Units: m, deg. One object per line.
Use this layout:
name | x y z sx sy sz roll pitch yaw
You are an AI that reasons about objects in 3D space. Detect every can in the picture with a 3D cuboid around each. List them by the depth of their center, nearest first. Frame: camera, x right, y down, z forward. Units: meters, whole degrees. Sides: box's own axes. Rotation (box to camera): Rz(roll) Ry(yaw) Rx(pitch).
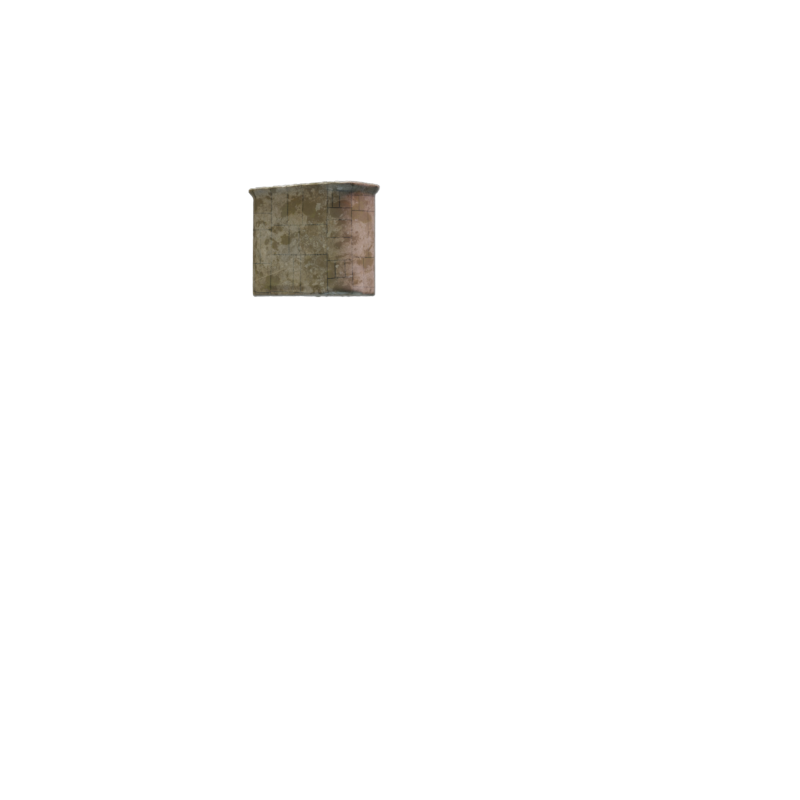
can | -0.066 -0.120 0.844 0.106 0.084 0.055 1 0 35
